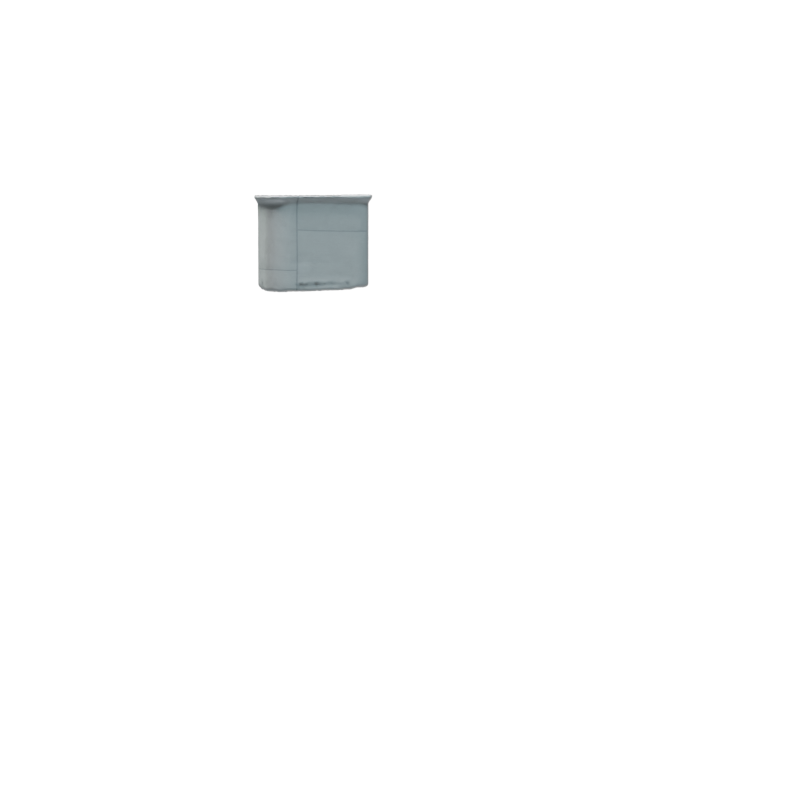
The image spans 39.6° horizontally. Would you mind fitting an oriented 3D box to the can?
[{"bbox_3d":[-0.077,-0.141,0.985,0.099,0.083,0.060,-3,6,-21],"label":"can"}]
